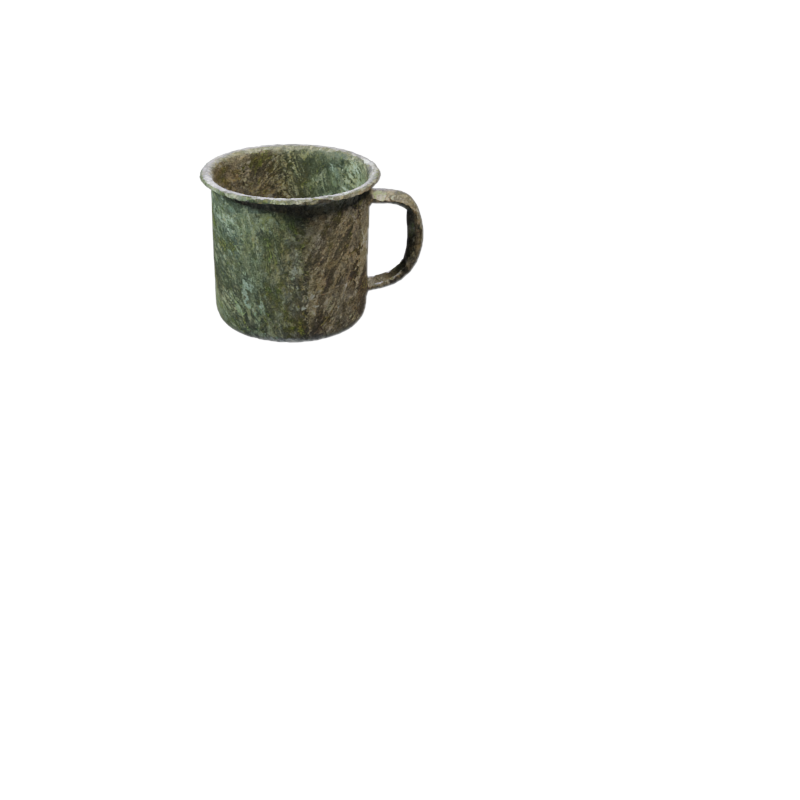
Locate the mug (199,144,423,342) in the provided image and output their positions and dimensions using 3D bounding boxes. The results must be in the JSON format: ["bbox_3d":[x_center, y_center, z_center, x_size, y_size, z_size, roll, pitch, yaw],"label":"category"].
[{"bbox_3d":[-0.046,-0.084,0.587,0.116,0.077,0.099,-4,27,-8],"label":"mug"}]
